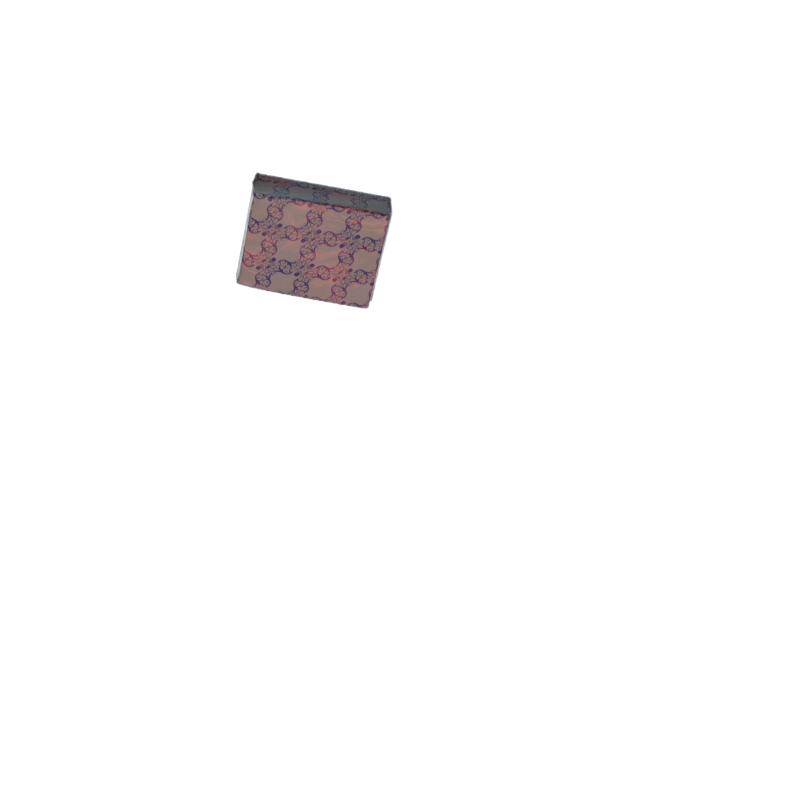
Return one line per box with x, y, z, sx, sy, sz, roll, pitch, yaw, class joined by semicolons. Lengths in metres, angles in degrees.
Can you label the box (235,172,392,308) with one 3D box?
-0.070;-0.127;0.889;0.112;0.085;0.041;10;32;-7;box
